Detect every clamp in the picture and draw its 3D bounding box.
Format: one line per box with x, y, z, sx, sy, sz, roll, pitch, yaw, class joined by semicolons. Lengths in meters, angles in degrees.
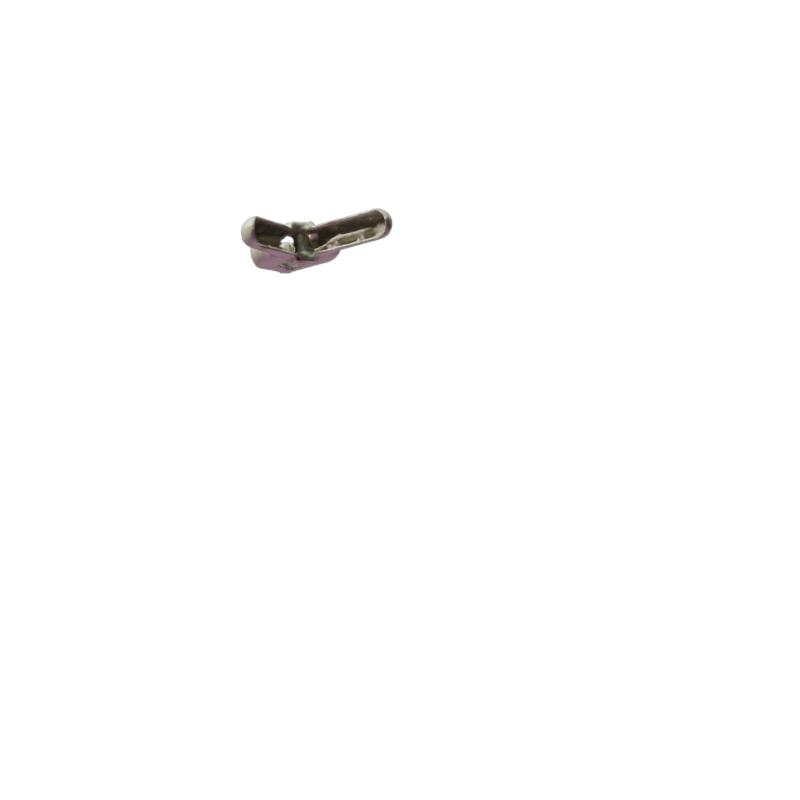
-0.073;-0.134;0.936;0.119;0.039;0.171;0;1;-6;clamp
